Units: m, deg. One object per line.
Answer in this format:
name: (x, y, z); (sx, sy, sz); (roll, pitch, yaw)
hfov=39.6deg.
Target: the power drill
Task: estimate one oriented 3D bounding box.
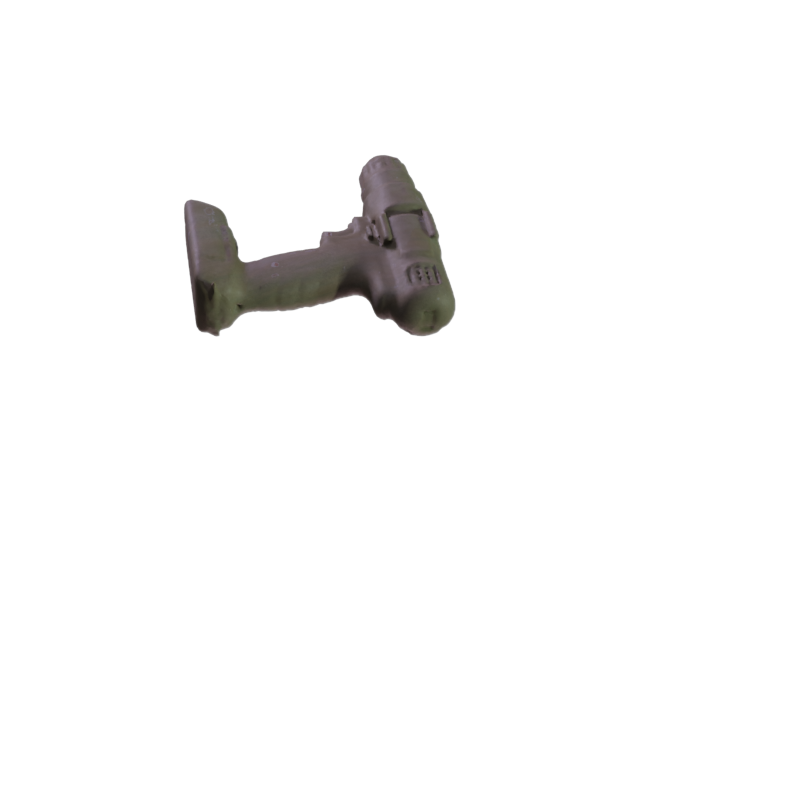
power drill: (-0.065, -0.118, 0.824); (0.186, 0.053, 0.199); (-7, 44, -8)
